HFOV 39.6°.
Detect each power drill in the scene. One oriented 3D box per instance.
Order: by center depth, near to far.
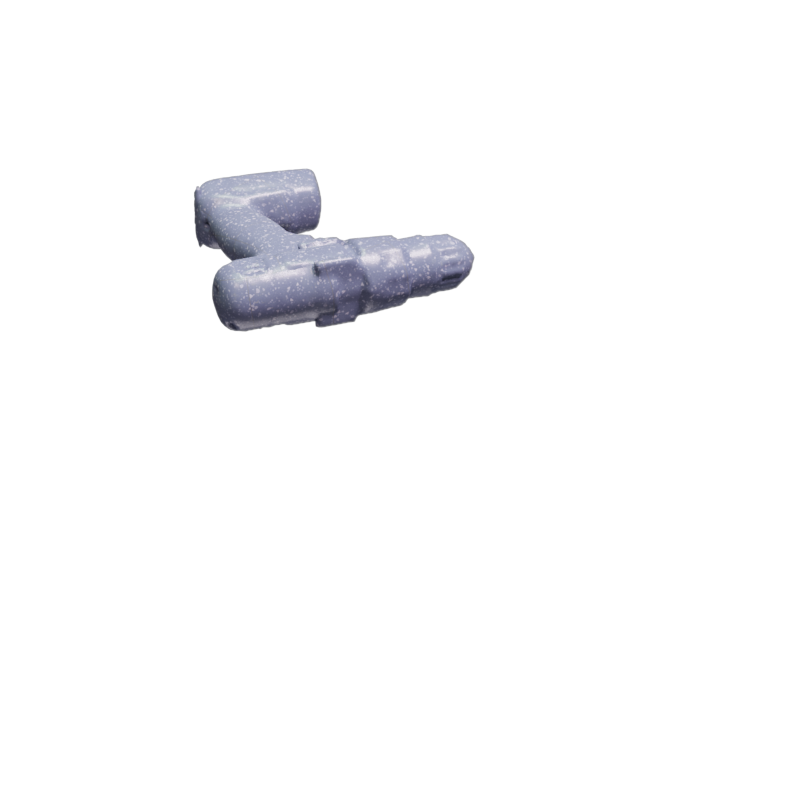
[{"bbox_3d":[-0.063,-0.115,0.808,0.181,0.054,0.201,-10,29,-20],"label":"power drill"}]
